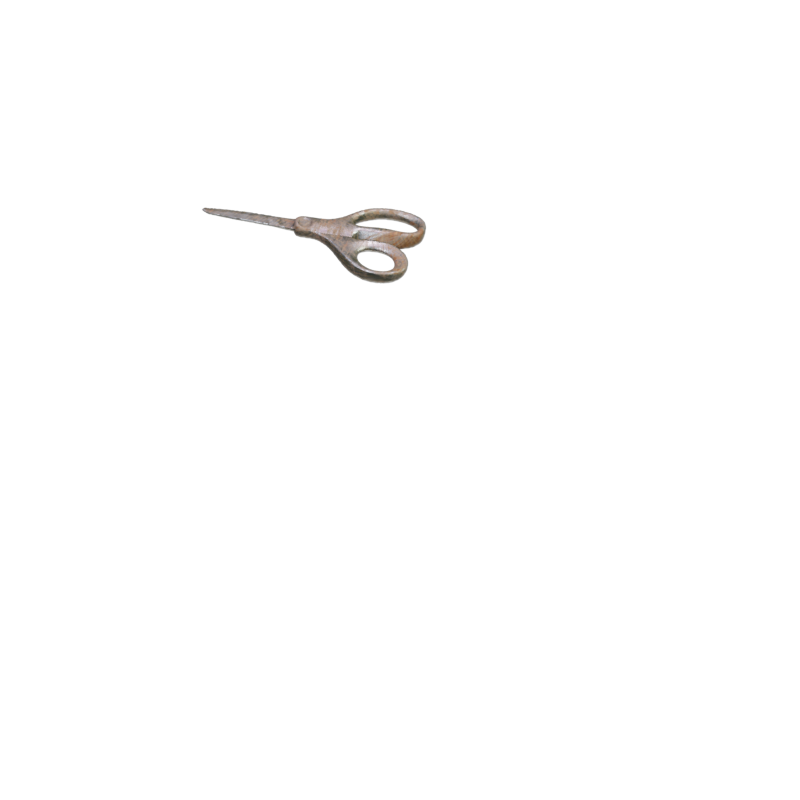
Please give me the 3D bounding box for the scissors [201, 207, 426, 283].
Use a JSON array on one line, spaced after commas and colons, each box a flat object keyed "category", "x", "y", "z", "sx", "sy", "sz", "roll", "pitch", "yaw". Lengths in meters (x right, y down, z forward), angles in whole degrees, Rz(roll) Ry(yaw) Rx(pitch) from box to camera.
[{"category": "scissors", "x": -0.077, "y": -0.140, "z": 0.982, "sx": 0.201, "sy": 0.103, "sz": 0.015, "roll": -1, "pitch": -44, "yaw": -1}]
